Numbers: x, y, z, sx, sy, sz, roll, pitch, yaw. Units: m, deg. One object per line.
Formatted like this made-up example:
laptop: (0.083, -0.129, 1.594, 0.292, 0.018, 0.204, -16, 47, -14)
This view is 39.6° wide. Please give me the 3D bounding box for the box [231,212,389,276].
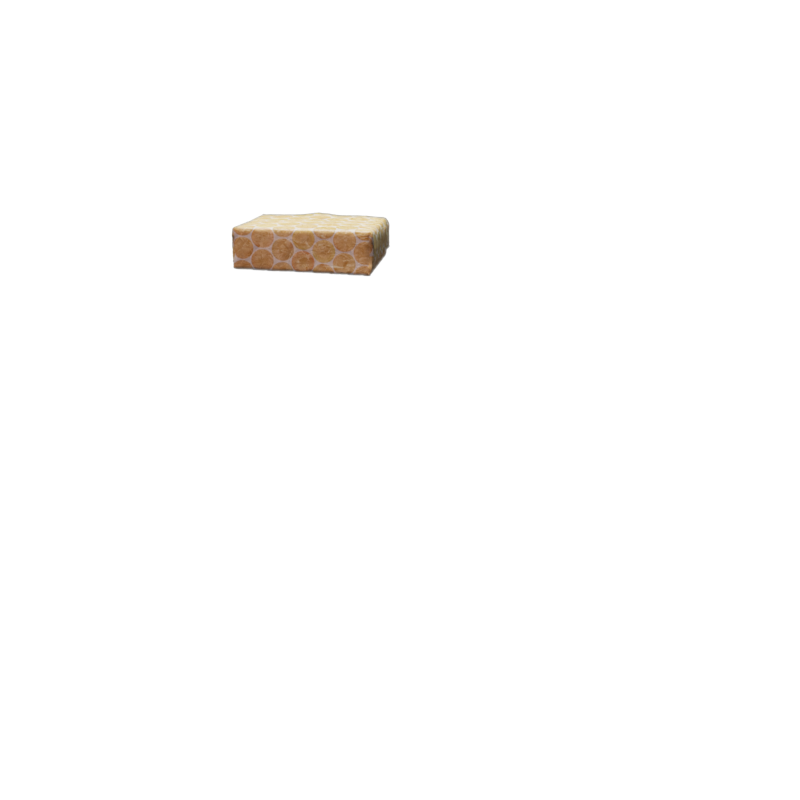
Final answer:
box: (-0.055, -0.101, 0.710, 0.091, 0.029, 0.074, 3, 15, 10)
